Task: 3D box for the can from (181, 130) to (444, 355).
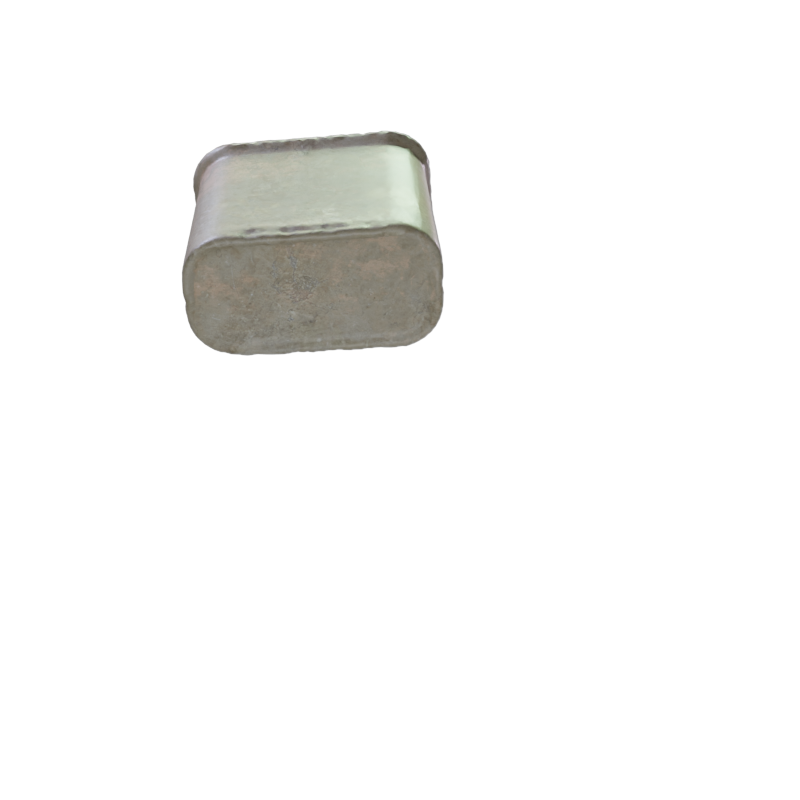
[{"bbox_3d":[-0.035,-0.063,0.443,0.102,0.054,0.089,-4,33,1],"label":"can"}]
